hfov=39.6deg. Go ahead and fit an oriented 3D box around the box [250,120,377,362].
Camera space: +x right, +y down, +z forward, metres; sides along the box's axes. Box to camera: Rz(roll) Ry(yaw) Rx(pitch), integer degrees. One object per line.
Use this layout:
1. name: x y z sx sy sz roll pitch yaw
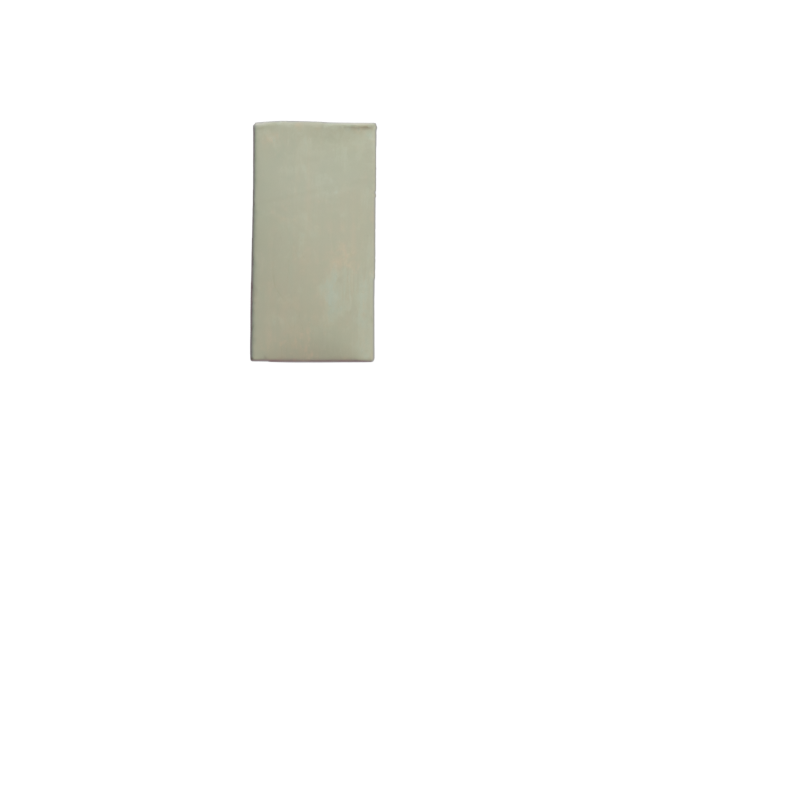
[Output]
1. box: -0.065 -0.117 0.823 0.093 0.176 0.048 0 1 -3
